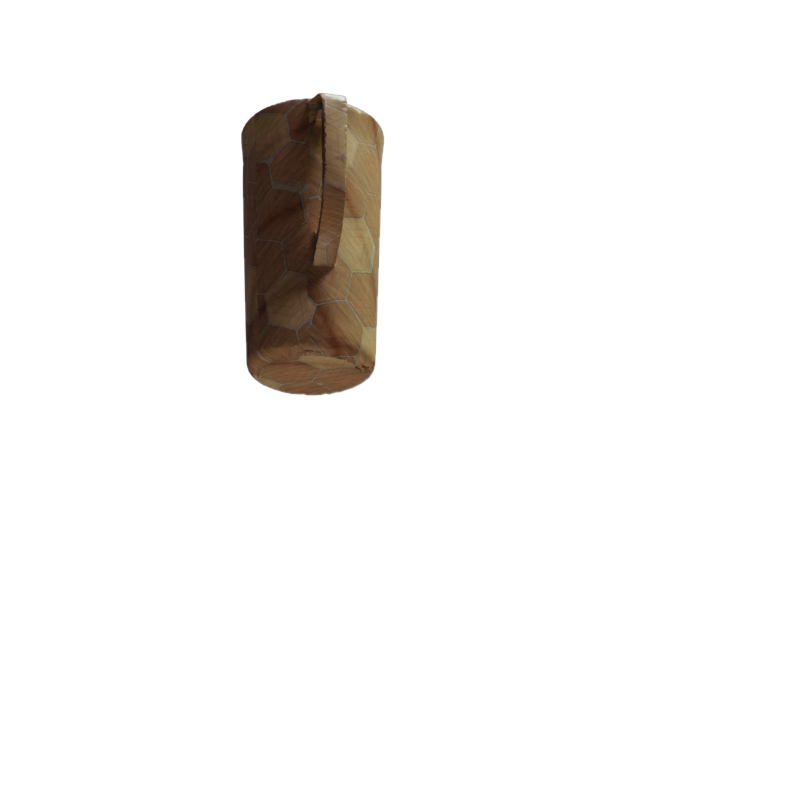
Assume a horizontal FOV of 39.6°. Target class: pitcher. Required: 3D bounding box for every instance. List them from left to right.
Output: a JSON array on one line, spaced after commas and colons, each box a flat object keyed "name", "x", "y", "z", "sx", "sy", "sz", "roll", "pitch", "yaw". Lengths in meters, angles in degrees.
[{"name": "pitcher", "x": -0.076, "y": -0.138, "z": 0.967, "sx": 0.147, "sy": 0.258, "sz": 0.139, "roll": -16, "pitch": -30, "yaw": 27}]
